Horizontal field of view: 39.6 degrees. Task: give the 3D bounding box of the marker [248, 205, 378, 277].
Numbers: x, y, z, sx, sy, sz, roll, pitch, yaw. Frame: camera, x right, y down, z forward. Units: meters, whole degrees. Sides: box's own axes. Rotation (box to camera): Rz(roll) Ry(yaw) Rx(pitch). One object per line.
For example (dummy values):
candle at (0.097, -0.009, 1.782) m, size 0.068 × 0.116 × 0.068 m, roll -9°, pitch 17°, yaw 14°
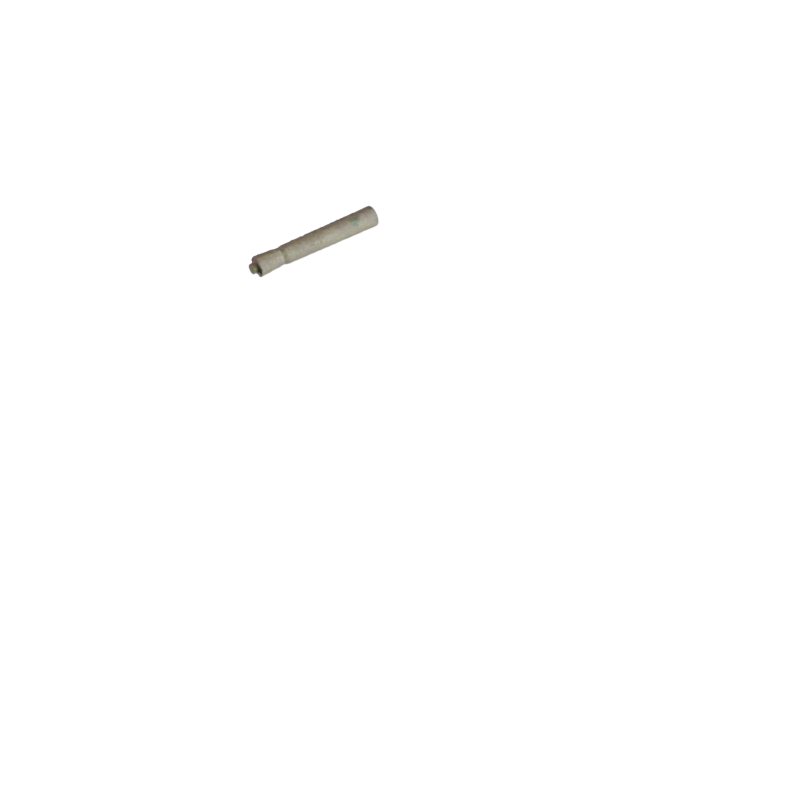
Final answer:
marker at (-0.074, -0.134, 0.939) m, size 0.120 × 0.019 × 0.020 m, roll -27°, pitch 14°, yaw -20°
